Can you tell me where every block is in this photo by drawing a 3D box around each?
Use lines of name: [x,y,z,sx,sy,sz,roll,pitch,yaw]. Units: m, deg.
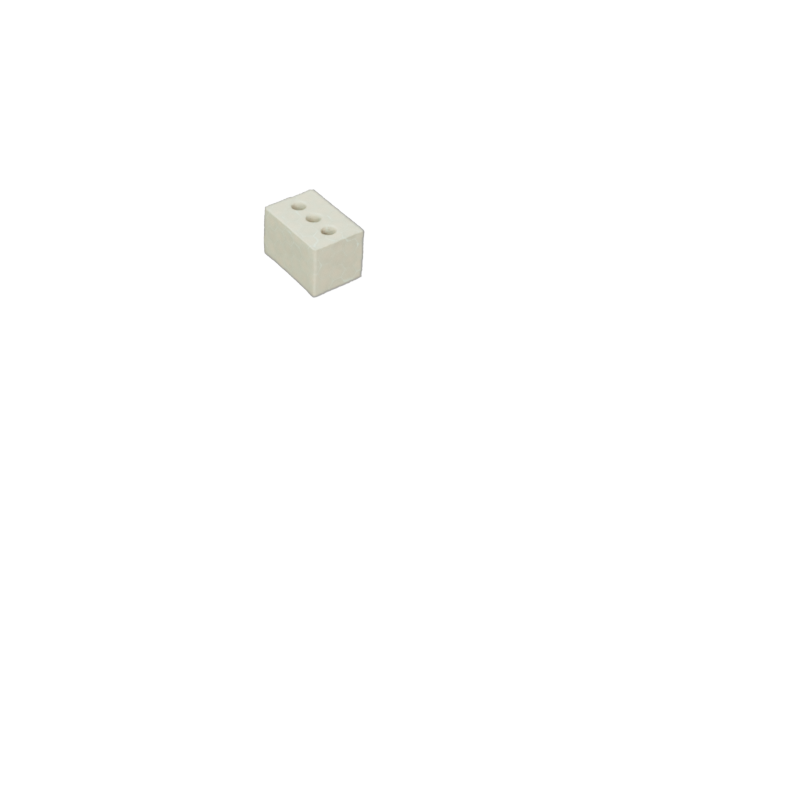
block: [-0.074,-0.134,0.939,0.052,0.048,0.084,-25,47,-28]
